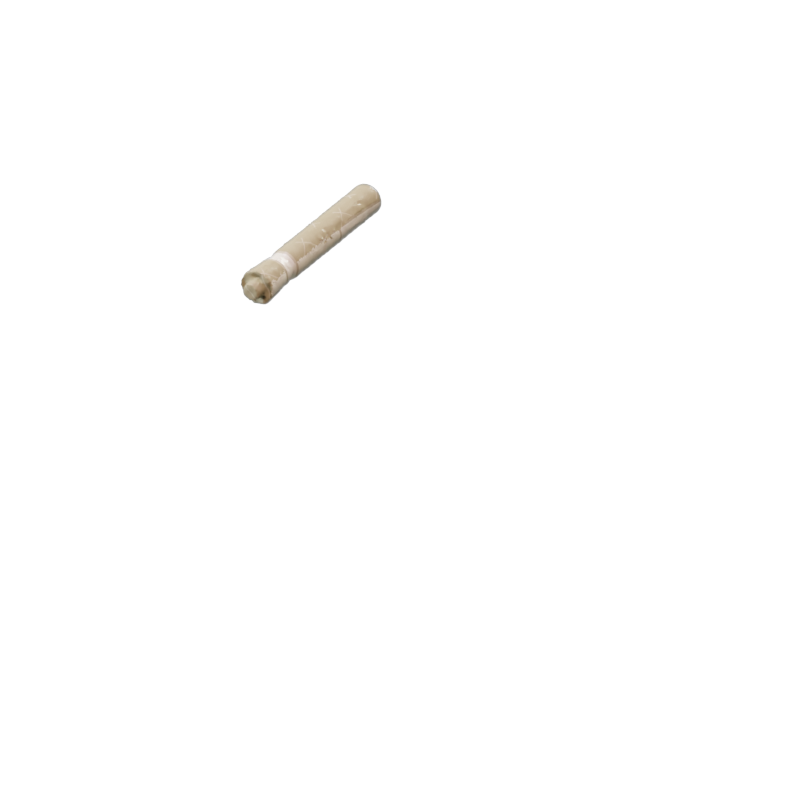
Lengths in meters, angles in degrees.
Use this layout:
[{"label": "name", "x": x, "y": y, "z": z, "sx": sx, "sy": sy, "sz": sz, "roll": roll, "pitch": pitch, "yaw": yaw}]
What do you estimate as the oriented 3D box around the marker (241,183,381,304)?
[{"label": "marker", "x": -0.046, "y": -0.084, "z": 0.588, "sx": 0.020, "sy": 0.019, "sz": 0.123, "roll": 2, "pitch": 31, "yaw": 30}]
